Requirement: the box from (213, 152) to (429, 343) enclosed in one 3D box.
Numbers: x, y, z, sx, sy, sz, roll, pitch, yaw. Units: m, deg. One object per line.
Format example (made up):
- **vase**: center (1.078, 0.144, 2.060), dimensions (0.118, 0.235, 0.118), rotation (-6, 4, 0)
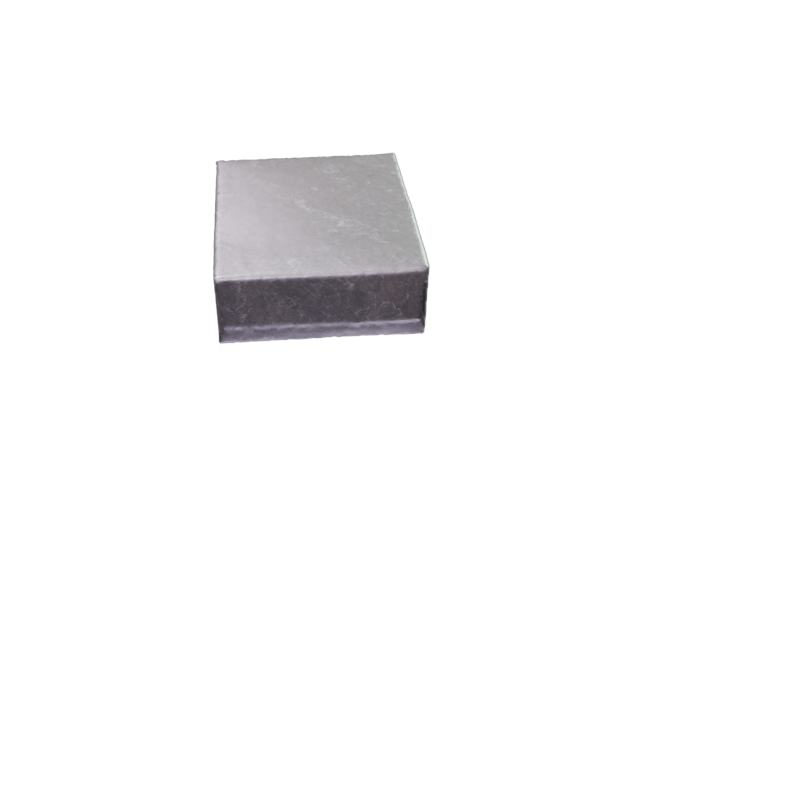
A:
- **box**: center (-0.040, -0.072, 0.507), dimensions (0.089, 0.036, 0.121), rotation (-3, 34, -5)
